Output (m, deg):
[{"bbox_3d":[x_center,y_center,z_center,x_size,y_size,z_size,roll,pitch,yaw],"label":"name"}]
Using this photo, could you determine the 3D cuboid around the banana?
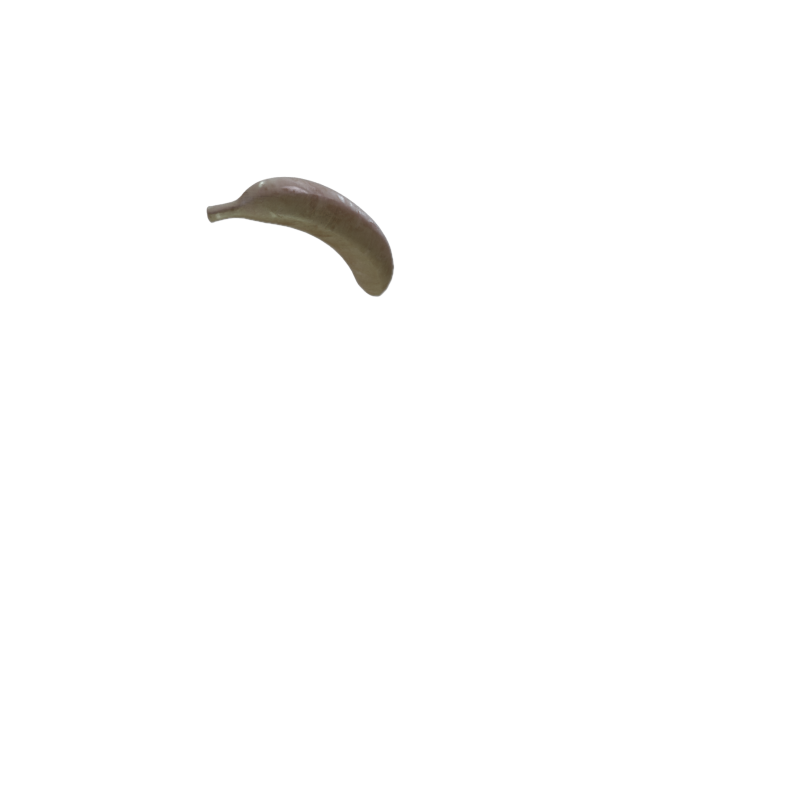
[{"bbox_3d":[-0.055,-0.128,0.844,0.070,0.039,0.185,-18,-28,37],"label":"banana"}]
